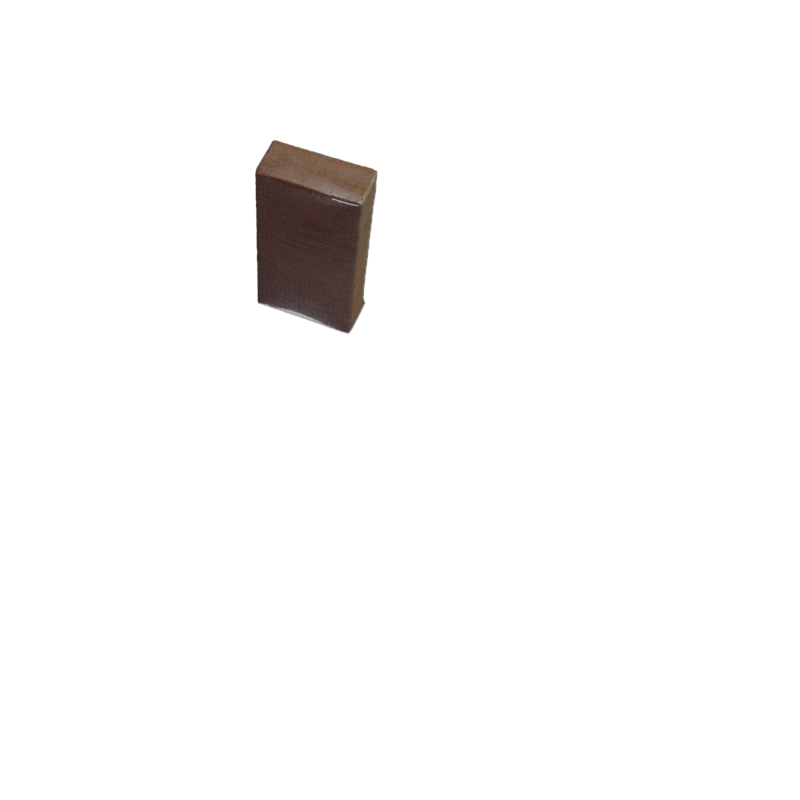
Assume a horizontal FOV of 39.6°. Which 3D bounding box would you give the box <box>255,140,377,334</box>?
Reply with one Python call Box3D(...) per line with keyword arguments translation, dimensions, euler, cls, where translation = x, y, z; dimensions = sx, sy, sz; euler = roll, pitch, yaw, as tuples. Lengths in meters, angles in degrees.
Box3D(translation=(-0.074, -0.133, 0.936), dimensions=(0.095, 0.050, 0.165), euler=(19, -32, 9), cls="box")
